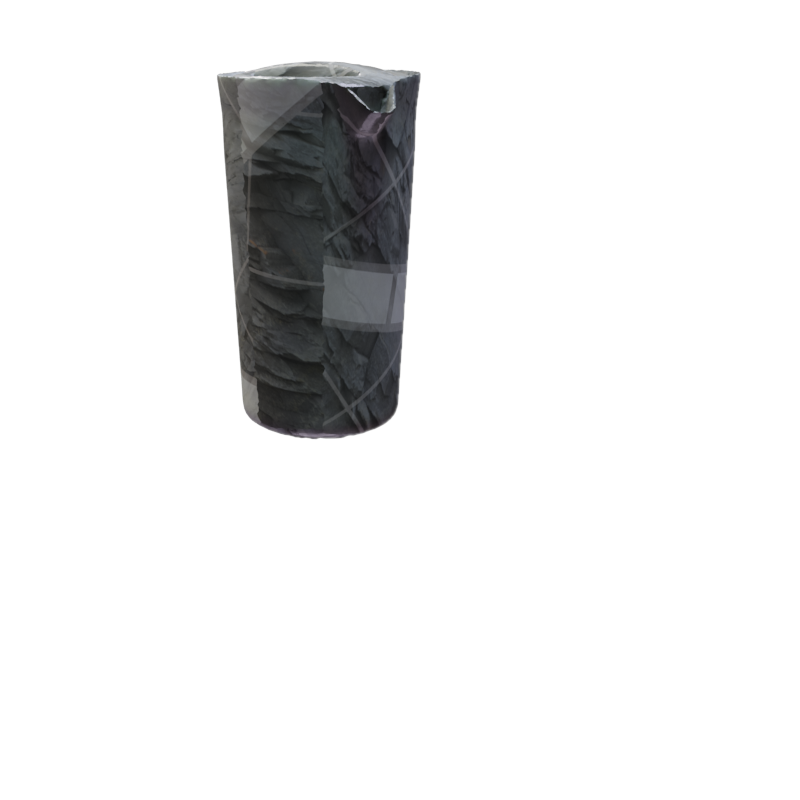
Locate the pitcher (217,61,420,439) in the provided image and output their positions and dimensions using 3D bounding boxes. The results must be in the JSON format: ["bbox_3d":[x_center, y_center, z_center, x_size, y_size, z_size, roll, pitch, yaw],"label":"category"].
[{"bbox_3d":[-0.059,-0.108,0.756,0.148,0.236,0.151,4,14,14],"label":"pitcher"}]
